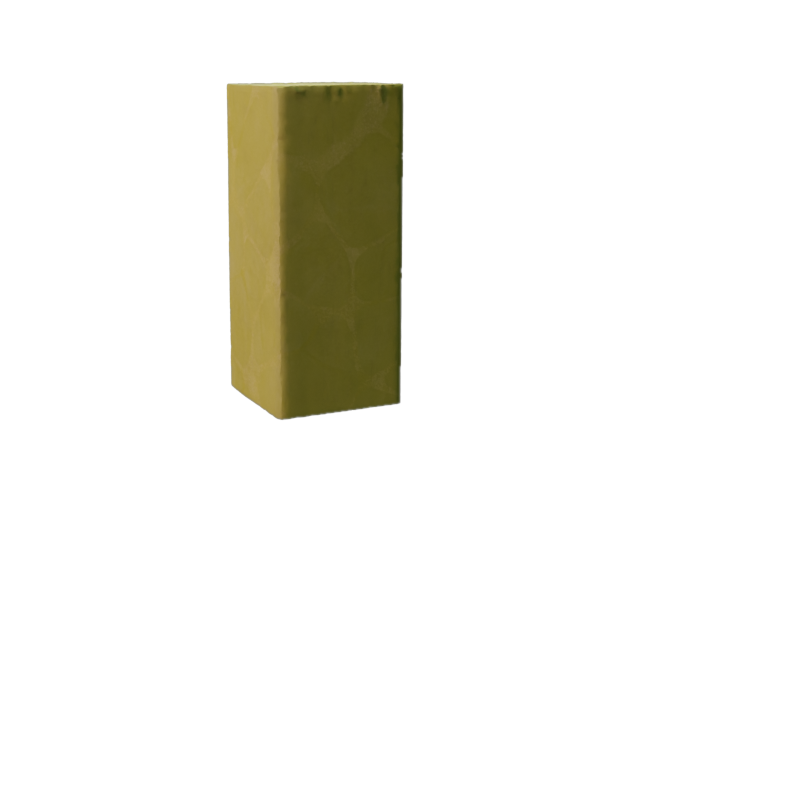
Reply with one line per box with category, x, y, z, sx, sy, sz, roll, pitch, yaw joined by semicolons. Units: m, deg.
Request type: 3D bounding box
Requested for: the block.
block;-0.057;-0.103;0.725;0.088;0.201;0.095;-5;12;-26
